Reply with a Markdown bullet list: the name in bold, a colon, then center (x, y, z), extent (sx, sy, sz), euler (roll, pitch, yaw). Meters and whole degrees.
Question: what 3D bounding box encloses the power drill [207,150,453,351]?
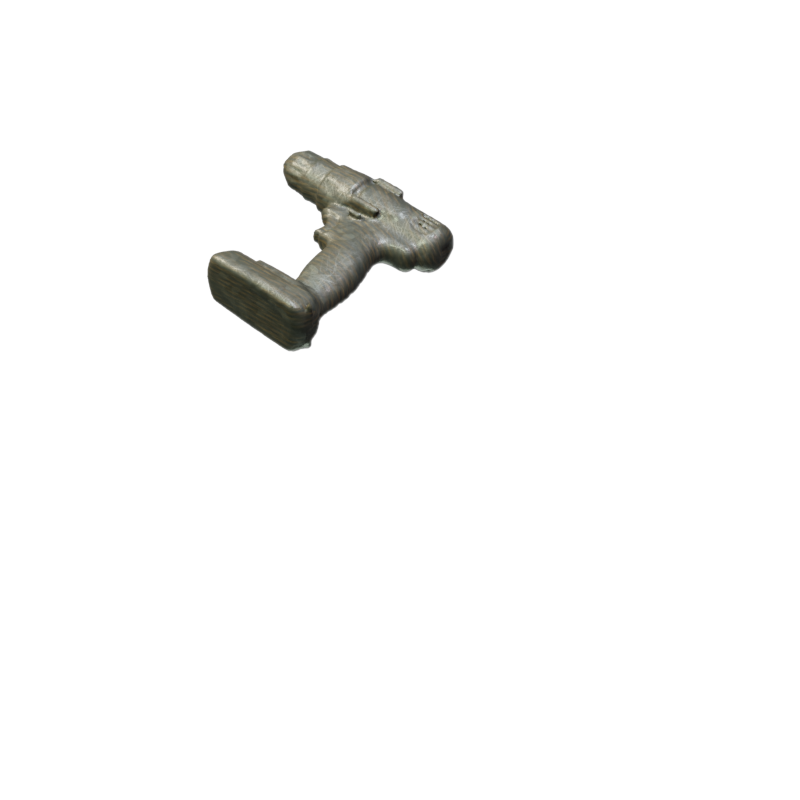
- **power drill**: center (-0.075, -0.137, 0.957), extent (0.196, 0.053, 0.190), euler (32, 53, 27)
